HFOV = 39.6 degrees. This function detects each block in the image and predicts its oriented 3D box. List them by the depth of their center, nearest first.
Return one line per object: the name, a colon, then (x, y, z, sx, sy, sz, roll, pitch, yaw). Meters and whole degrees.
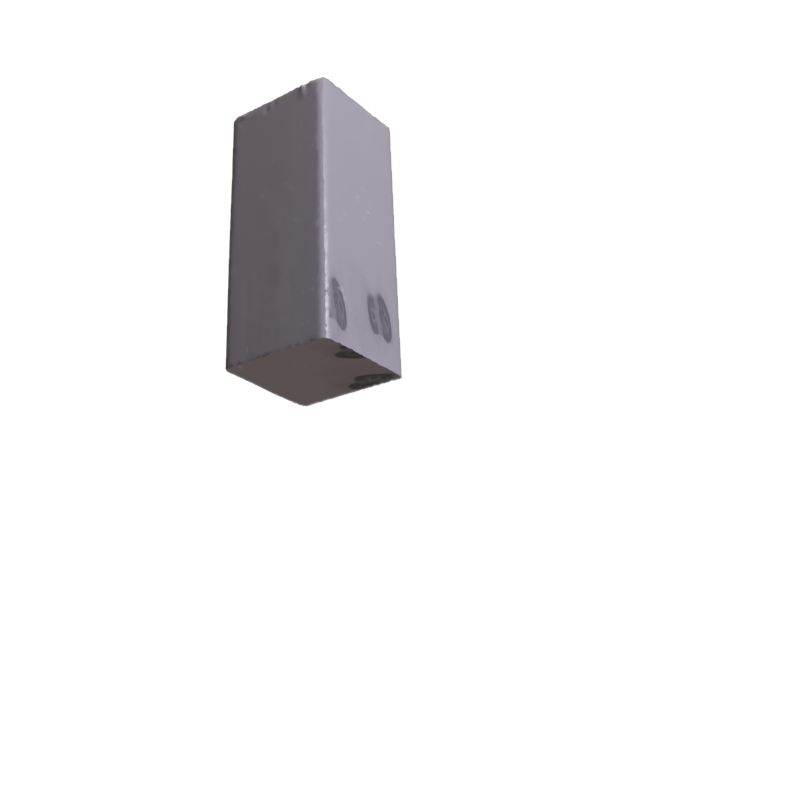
block: (-0.063, -0.114, 0.800, 0.092, 0.219, 0.084, -20, -32, 31)
